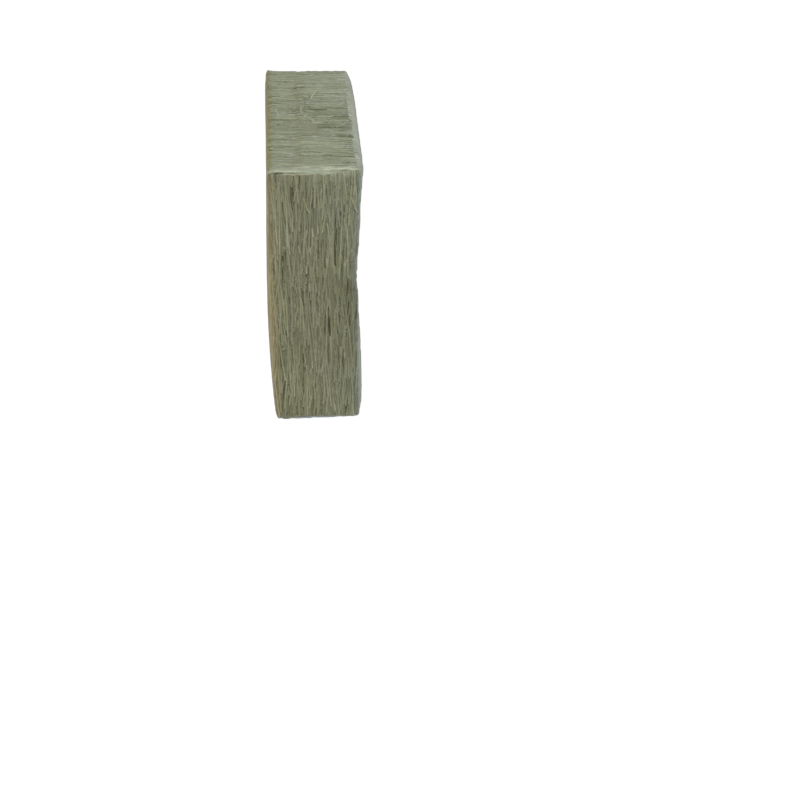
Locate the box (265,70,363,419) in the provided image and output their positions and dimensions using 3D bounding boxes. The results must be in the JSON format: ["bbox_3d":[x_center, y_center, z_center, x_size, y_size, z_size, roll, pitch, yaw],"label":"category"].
[{"bbox_3d":[-0.066,-0.120,0.838,0.071,0.200,0.176,-1,36,-6],"label":"box"}]
